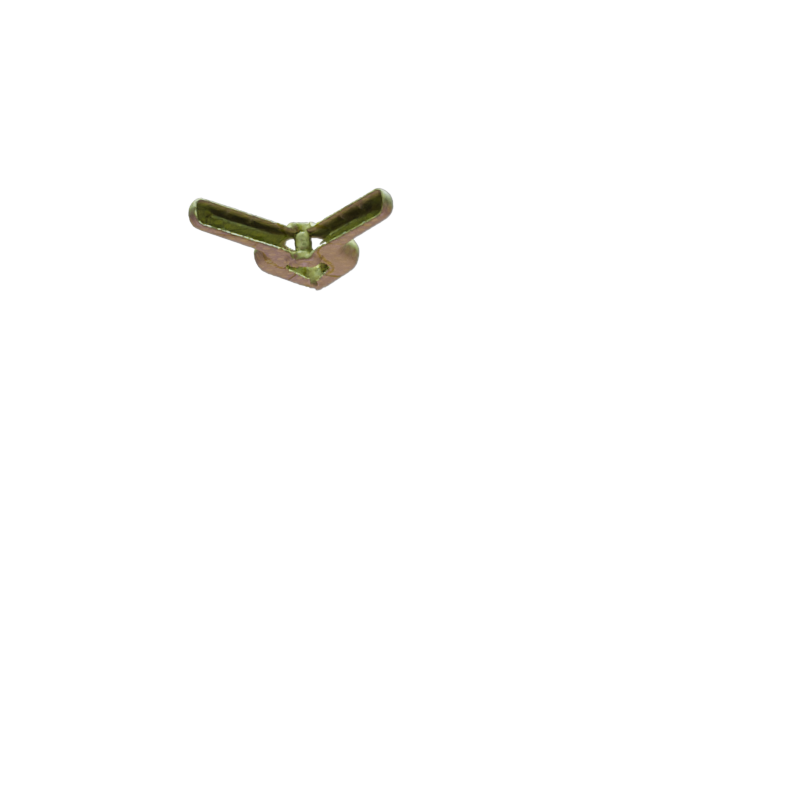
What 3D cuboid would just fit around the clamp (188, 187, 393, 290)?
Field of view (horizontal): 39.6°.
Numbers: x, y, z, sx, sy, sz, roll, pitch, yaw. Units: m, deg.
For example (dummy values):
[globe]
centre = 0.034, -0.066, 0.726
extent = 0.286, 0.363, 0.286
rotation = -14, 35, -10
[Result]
[clamp]
centre = -0.076, -0.138, 0.967
extent = 0.167, 0.038, 0.200
rotation = -2, -11, 10
